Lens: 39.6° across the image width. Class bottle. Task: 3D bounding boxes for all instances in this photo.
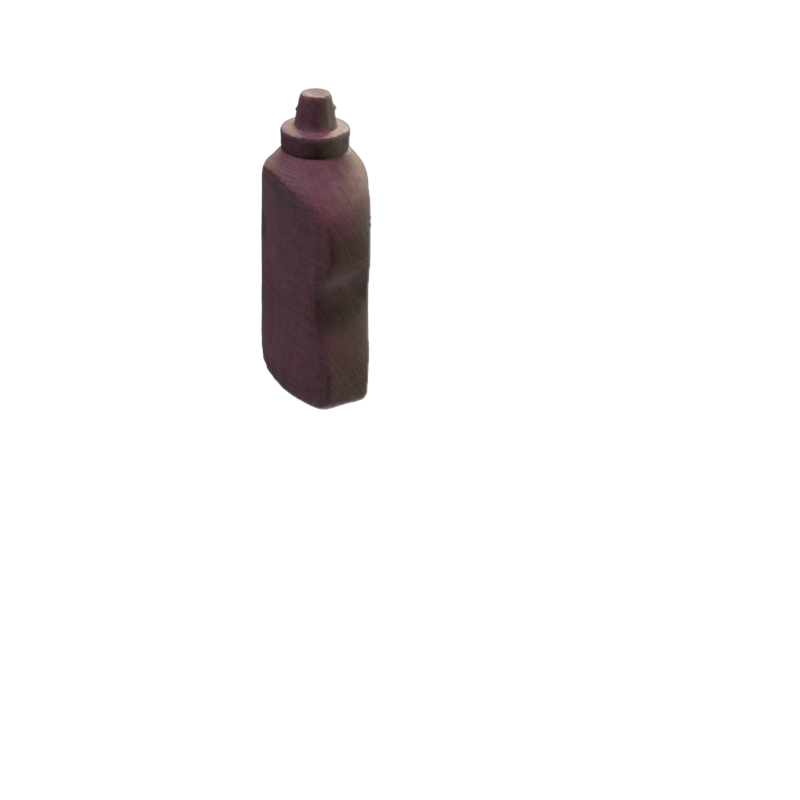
[{"bbox_3d":[-0.053,-0.097,0.679,0.057,0.181,0.103,-12,32,-23],"label":"bottle"}]
